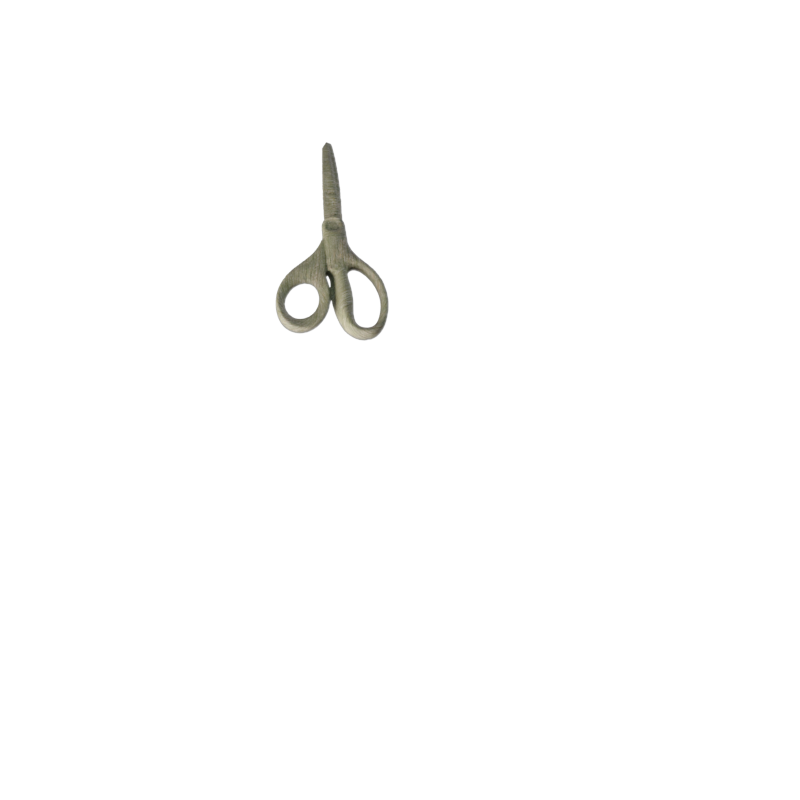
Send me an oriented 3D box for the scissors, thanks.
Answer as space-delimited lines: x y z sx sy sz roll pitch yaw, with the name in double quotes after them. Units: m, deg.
-0.071 -0.129 0.901 0.095 0.217 0.015 -16 -34 -11 "scissors"
